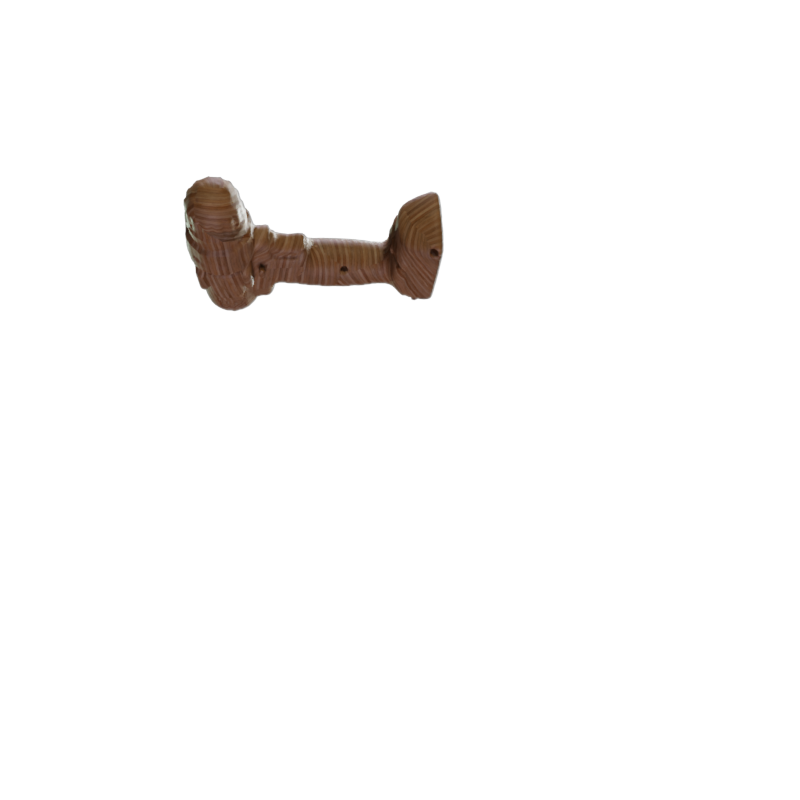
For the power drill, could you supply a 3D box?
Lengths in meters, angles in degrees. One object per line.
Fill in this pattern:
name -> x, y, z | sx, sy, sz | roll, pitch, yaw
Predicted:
power drill -> -0.065, -0.118, 0.827 | 0.188, 0.060, 0.177 | 0, -15, -1
